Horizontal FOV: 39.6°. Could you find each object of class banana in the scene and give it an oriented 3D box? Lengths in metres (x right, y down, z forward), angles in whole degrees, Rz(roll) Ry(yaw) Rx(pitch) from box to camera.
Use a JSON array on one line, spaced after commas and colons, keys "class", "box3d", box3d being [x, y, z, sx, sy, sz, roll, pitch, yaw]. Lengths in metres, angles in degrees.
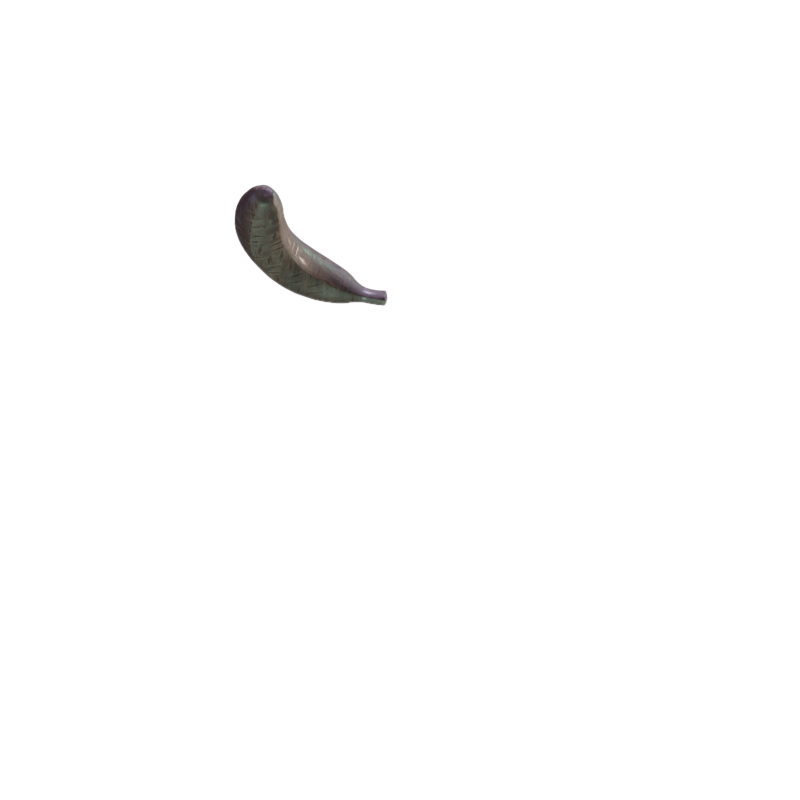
[{"class": "banana", "box3d": [-0.079, -0.113, 0.828, 0.071, 0.039, 0.185, -10, -20, 24]}]
